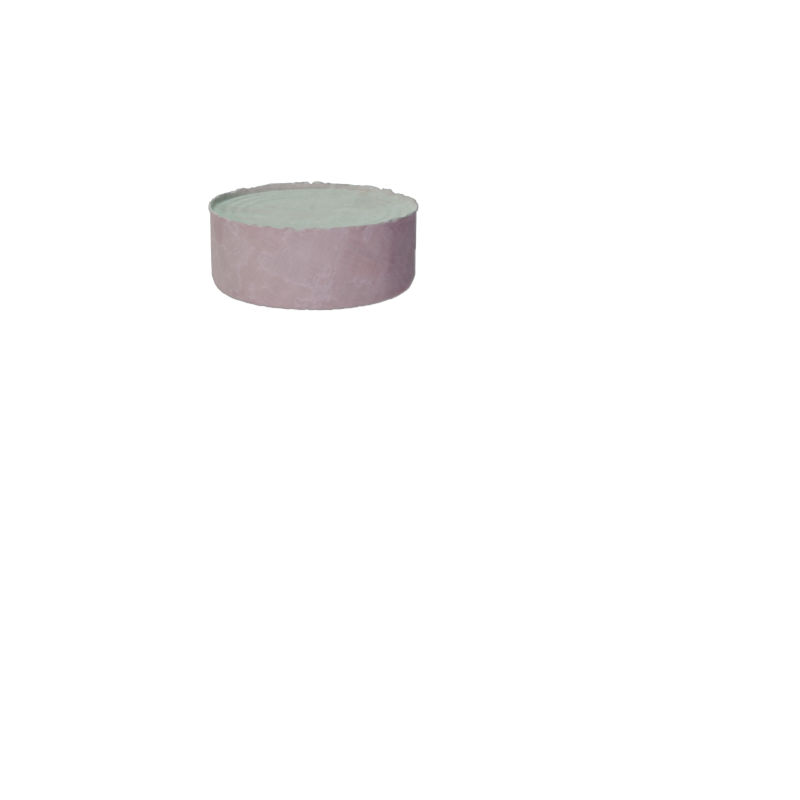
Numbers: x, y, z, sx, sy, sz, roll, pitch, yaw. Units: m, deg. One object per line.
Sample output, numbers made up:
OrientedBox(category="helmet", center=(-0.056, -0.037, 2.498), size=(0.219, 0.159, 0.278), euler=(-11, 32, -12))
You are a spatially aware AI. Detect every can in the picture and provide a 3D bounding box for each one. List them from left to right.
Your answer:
OrientedBox(category="can", center=(-0.036, -0.065, 0.457), size=(0.086, 0.032, 0.090), euler=(-1, 21, -2))
